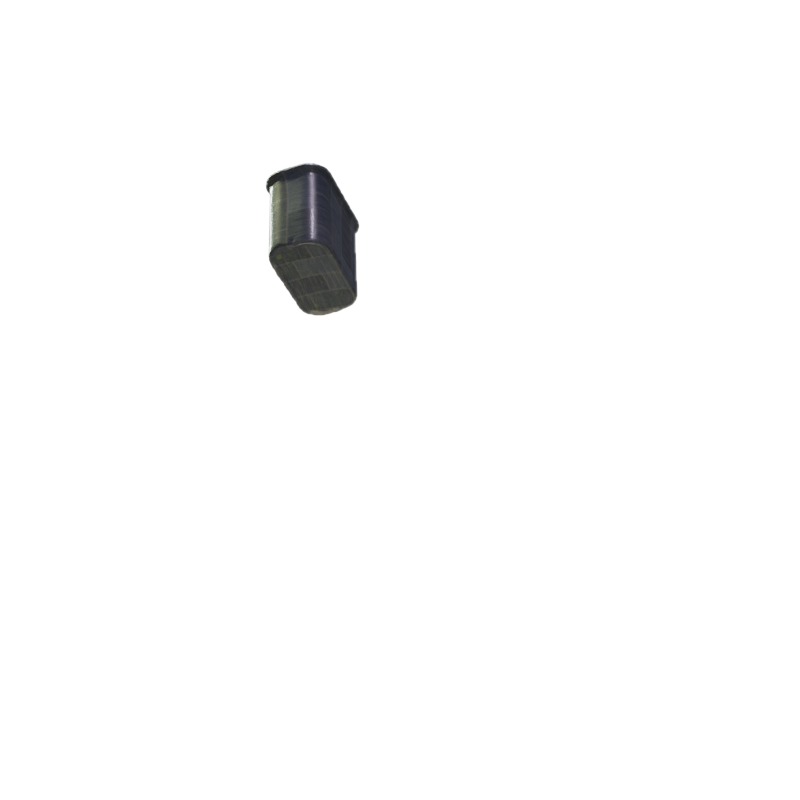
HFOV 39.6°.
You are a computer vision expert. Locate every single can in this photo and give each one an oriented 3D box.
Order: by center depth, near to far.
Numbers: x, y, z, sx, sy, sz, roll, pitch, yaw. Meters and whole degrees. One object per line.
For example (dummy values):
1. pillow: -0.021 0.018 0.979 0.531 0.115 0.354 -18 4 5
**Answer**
1. can: -0.073 -0.132 0.927 0.058 0.090 0.094 -14 -38 15
